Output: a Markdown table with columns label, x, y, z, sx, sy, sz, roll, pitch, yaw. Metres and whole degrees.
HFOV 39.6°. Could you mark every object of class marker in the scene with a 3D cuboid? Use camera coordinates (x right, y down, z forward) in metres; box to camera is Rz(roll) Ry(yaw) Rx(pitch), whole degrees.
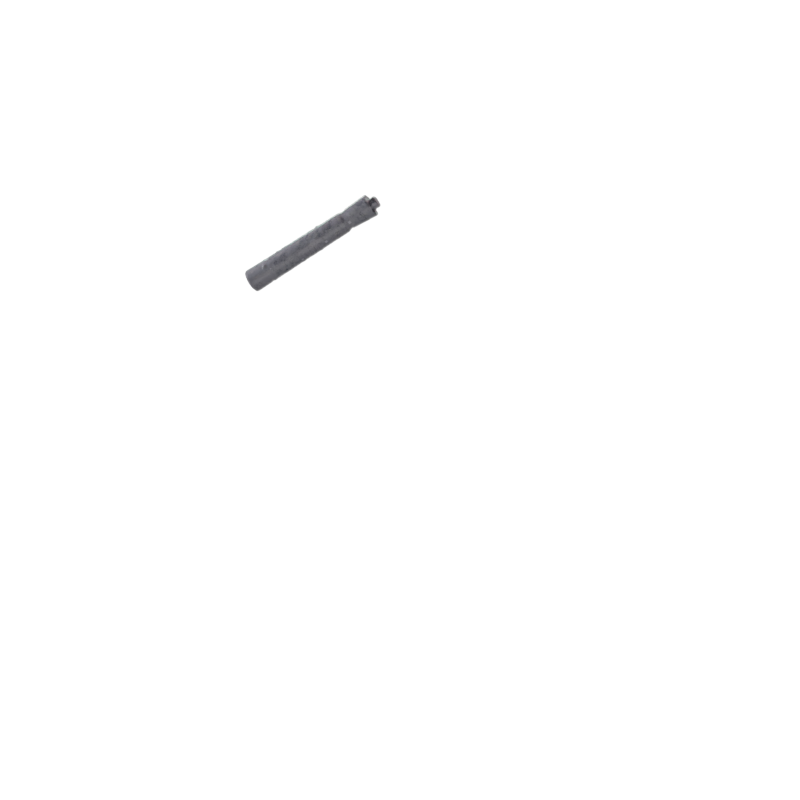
| label | x | y | z | sx | sy | sz | roll | pitch | yaw |
| --- | --- | --- | --- | --- | --- | --- | --- | --- | --- |
| marker | -0.068 | -0.124 | 0.869 | 0.121 | 0.020 | 0.019 | -31 | -4 | 15 |
